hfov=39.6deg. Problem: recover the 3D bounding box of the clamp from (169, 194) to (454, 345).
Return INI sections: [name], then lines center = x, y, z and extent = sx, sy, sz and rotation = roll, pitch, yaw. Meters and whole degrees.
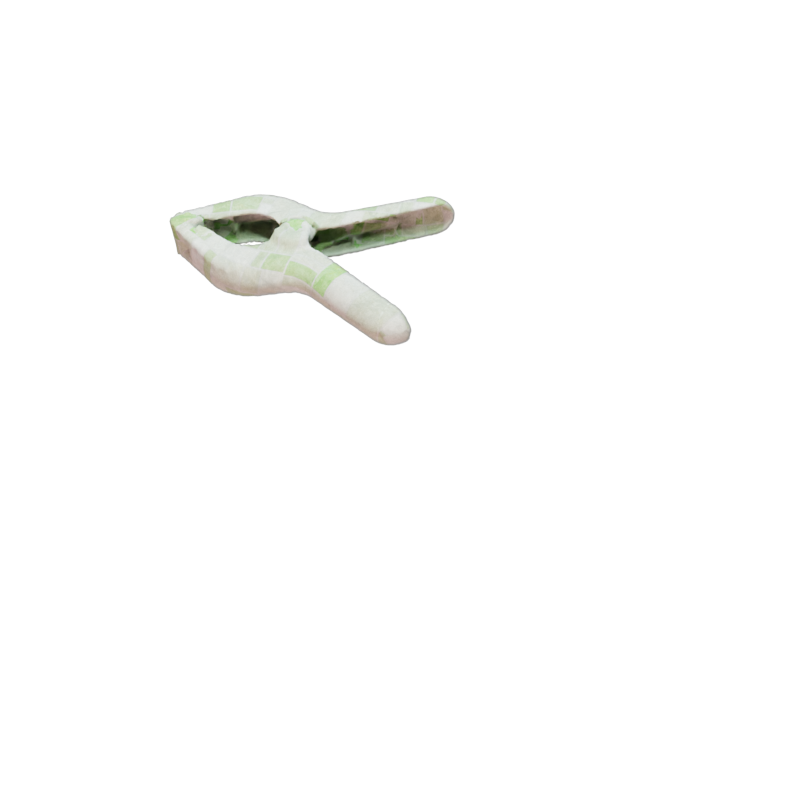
[clamp]
center = -0.053, -0.096, 0.672
extent = 0.178, 0.037, 0.124
rotation = 18, 43, 20
